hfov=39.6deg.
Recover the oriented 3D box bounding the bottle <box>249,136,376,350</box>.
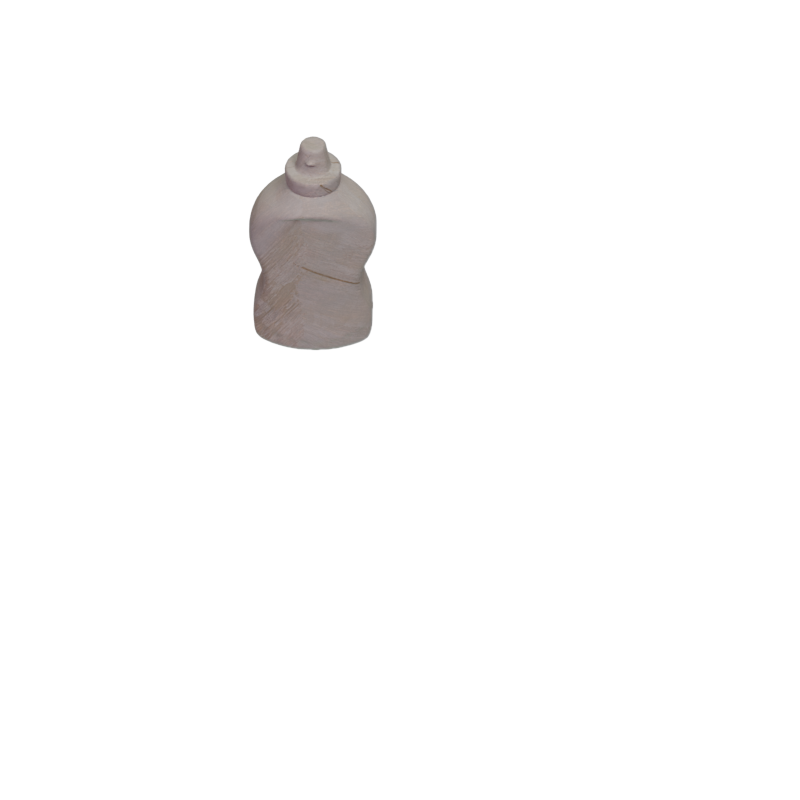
[{"bbox_3d":[-0.066,-0.120,0.846,0.096,0.062,0.179,4,-43,0],"label":"bottle"}]
